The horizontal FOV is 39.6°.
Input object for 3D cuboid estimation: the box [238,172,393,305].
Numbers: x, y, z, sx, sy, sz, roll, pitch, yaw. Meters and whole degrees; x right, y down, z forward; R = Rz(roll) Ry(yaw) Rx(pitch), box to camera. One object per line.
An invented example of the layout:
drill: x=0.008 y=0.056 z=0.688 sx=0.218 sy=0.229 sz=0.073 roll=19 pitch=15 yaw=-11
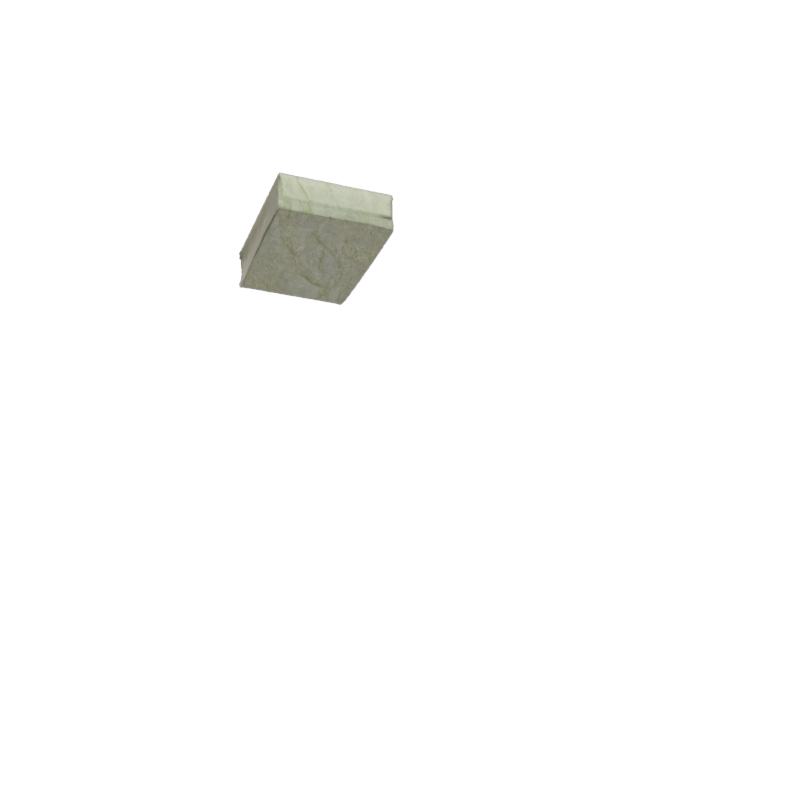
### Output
box: x=-0.066 y=-0.120 z=0.844 sx=0.087 sy=0.042 sz=0.109 roll=11 pitch=-34 yaw=-18
